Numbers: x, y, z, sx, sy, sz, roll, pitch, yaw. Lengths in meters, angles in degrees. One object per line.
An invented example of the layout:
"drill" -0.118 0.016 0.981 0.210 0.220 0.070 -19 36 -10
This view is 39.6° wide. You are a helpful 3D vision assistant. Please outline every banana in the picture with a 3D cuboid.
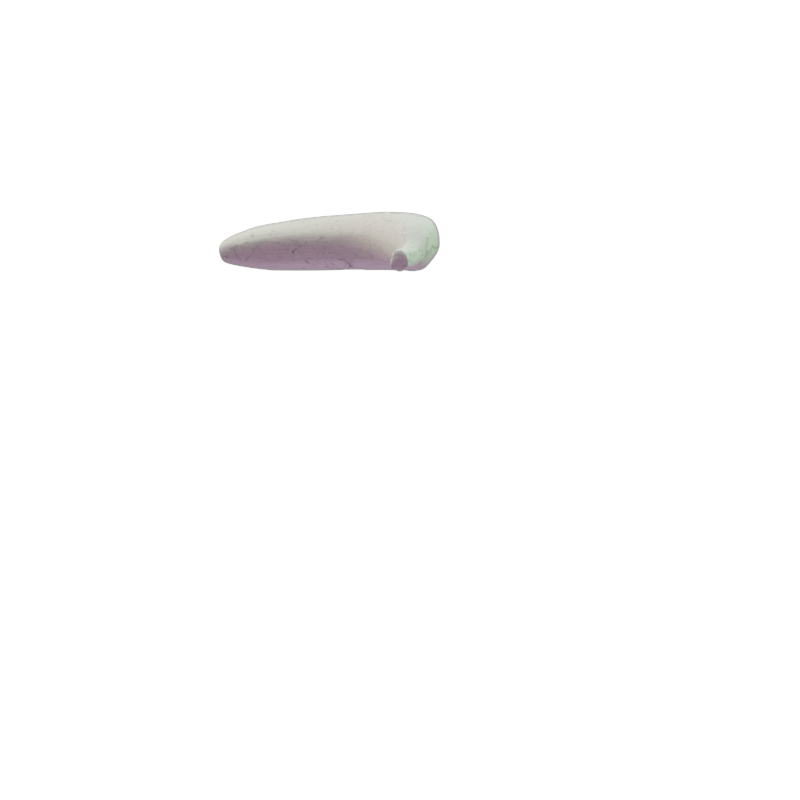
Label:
"banana" -0.038 -0.100 0.700 0.067 0.037 0.206 -4 8 -38
